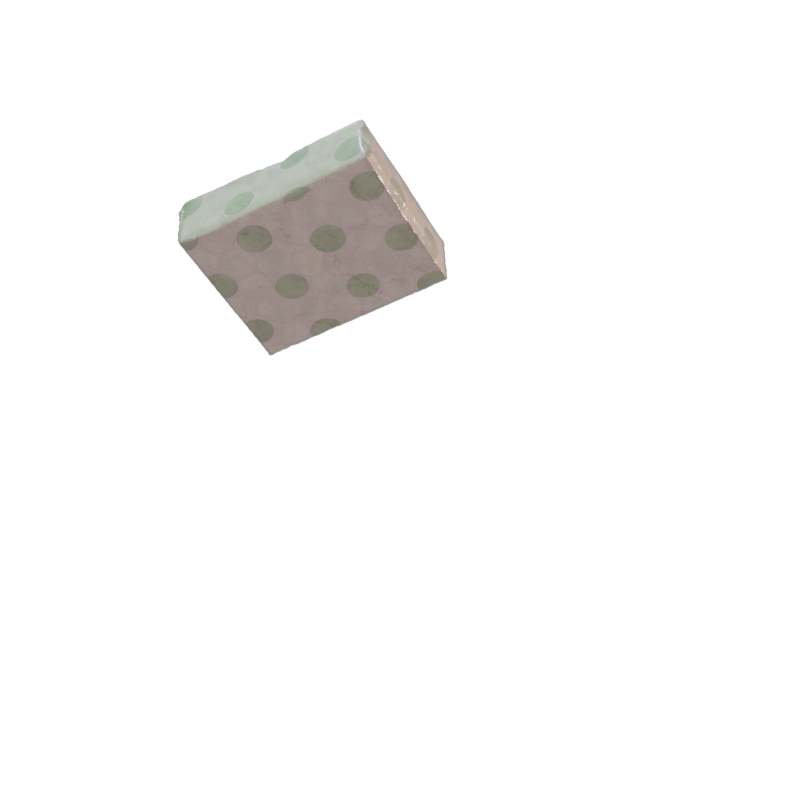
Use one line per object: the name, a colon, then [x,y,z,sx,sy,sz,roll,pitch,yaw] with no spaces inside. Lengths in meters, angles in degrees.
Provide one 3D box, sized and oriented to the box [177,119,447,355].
box: [-0.036,-0.066,0.460,0.090,0.032,0.068,-22,-50,19]
